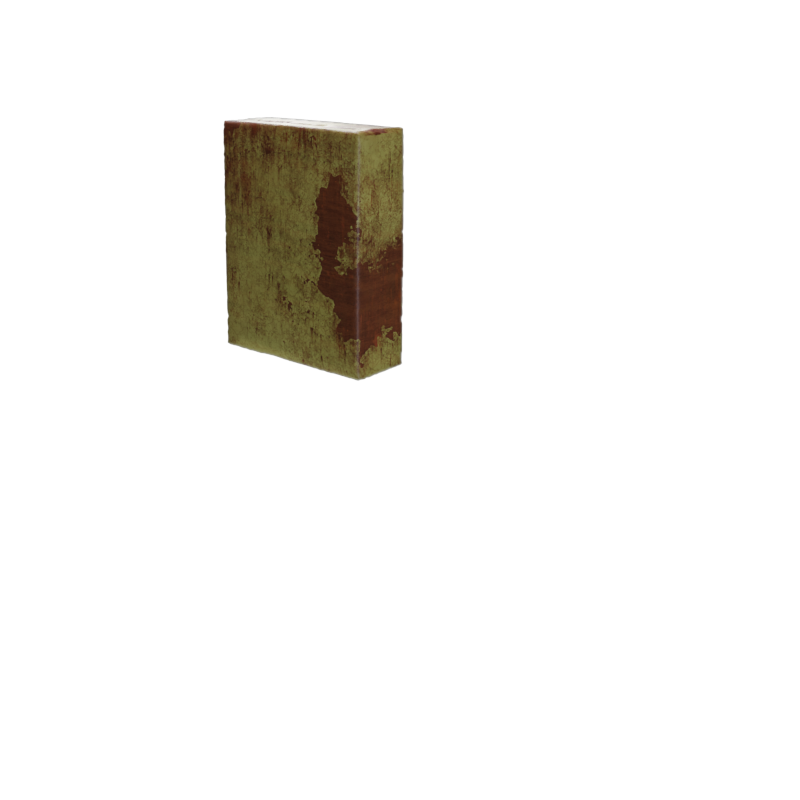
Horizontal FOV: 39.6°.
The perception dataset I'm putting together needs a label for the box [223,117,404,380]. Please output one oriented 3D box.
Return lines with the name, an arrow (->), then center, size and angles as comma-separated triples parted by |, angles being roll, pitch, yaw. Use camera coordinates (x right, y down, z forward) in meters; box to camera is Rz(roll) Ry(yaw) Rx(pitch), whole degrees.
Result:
box -> -0.078, -0.142, 0.994 | 0.173, 0.208, 0.070 | 13, 17, 39
